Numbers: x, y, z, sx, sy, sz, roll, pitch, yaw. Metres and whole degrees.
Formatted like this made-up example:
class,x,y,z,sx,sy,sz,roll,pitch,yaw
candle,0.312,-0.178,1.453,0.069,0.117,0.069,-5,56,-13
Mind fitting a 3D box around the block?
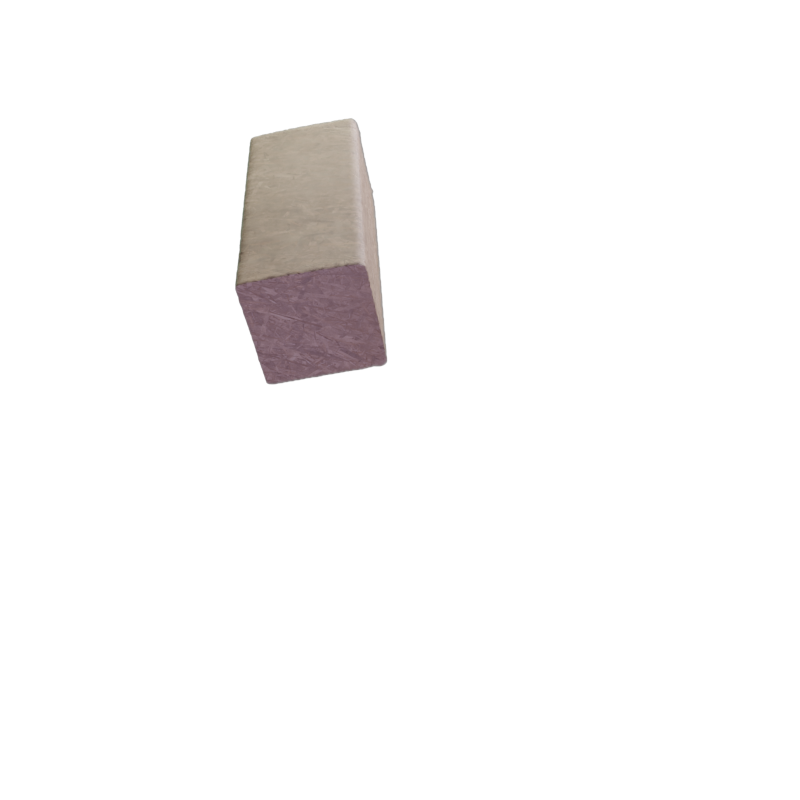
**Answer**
class,x,y,z,sx,sy,sz,roll,pitch,yaw
block,-0.065,-0.120,0.835,0.090,0.084,0.221,-10,38,4
